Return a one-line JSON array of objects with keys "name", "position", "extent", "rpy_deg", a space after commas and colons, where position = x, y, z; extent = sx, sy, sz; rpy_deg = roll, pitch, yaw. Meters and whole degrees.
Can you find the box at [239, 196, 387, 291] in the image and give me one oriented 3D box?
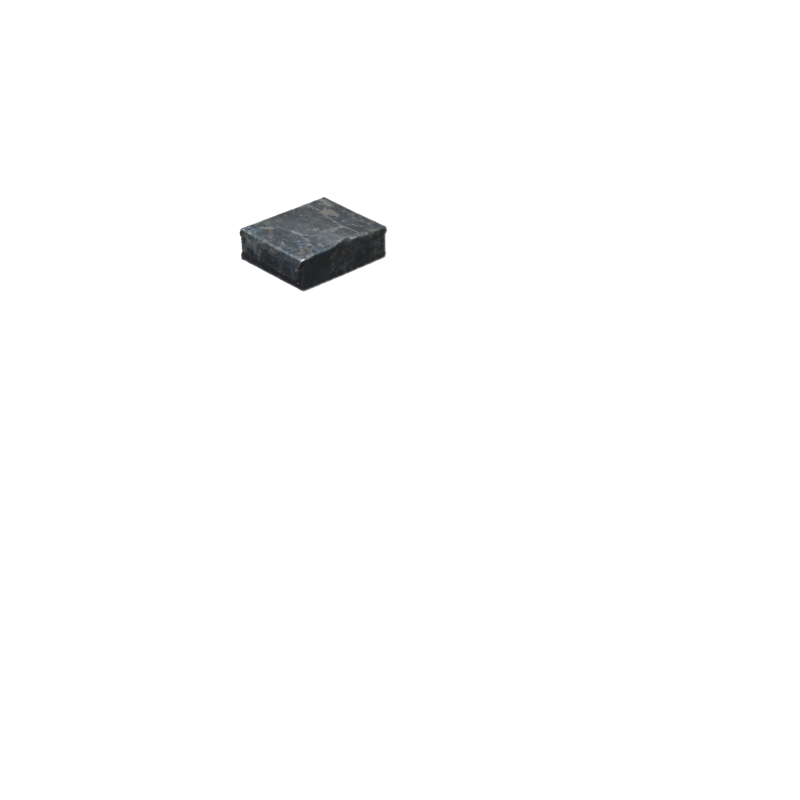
[{"name": "box", "position": [-0.066, -0.121, 0.848], "extent": [0.089, 0.028, 0.078], "rpy_deg": [-26, 41, -35]}]
